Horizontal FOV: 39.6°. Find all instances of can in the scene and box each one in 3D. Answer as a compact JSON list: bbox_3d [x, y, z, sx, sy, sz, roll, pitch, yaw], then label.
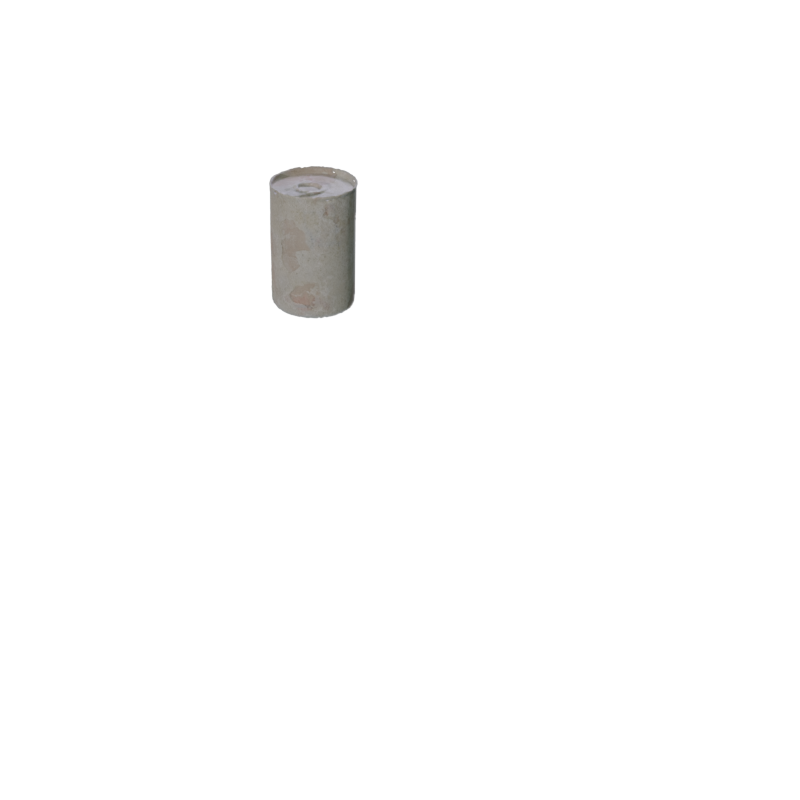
[{"bbox_3d":[-0.068,-0.124,0.869,0.068,0.097,0.072,0,27,-2],"label":"can"}]
